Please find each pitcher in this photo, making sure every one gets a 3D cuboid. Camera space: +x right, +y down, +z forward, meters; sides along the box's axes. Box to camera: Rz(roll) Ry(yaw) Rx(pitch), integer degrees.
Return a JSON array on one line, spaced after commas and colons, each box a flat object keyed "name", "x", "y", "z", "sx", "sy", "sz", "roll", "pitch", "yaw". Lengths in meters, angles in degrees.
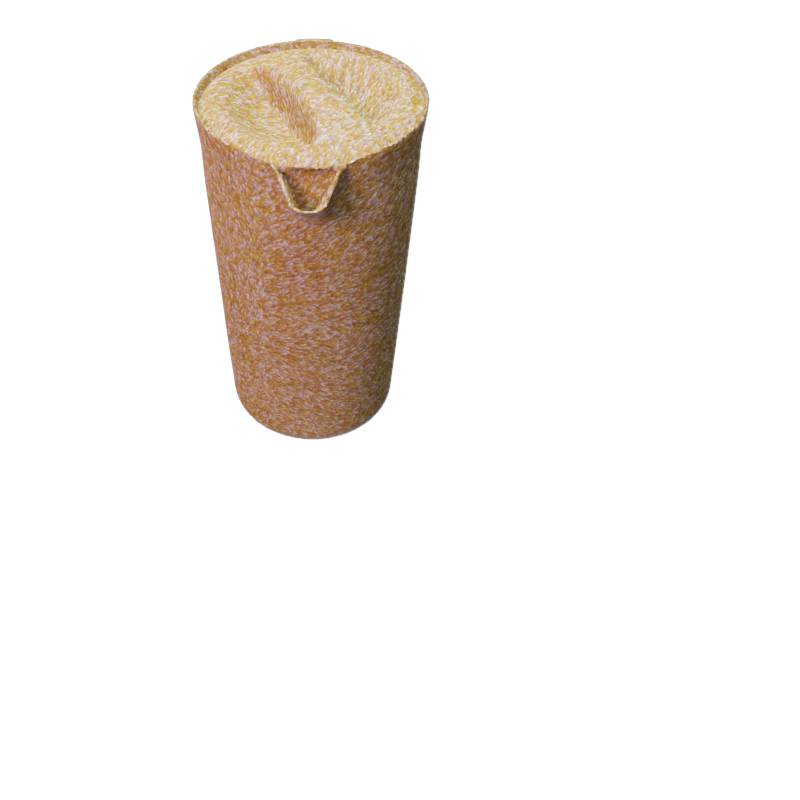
[{"name": "pitcher", "x": -0.055, "y": -0.101, "z": 0.704, "sx": 0.154, "sy": 0.226, "sz": 0.150, "roll": 33, "pitch": 51, "yaw": 29}]
